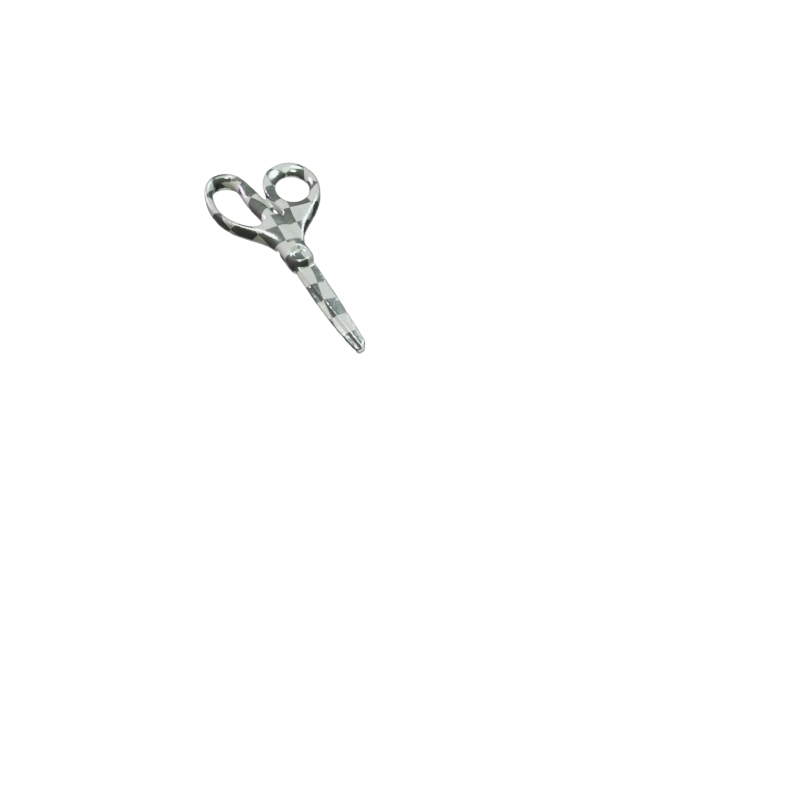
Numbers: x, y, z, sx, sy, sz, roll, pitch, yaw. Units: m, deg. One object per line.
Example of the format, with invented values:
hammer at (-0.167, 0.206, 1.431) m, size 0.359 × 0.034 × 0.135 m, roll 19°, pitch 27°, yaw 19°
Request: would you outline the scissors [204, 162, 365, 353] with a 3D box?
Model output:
scissors at (-0.063, -0.116, 0.811) m, size 0.097 × 0.015 × 0.215 m, roll -34°, pitch 56°, yaw -27°
